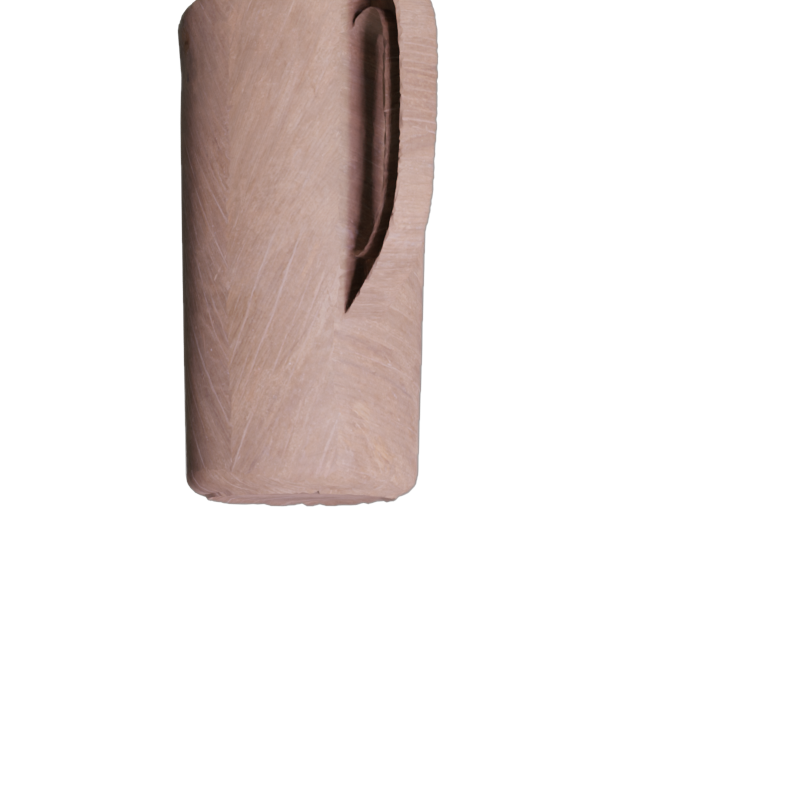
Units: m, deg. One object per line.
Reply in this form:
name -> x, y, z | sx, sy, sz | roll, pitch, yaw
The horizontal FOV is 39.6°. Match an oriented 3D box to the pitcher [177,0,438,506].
pitcher -> -0.042, -0.077, 0.536 | 0.147, 0.252, 0.142 | -4, -15, 12
